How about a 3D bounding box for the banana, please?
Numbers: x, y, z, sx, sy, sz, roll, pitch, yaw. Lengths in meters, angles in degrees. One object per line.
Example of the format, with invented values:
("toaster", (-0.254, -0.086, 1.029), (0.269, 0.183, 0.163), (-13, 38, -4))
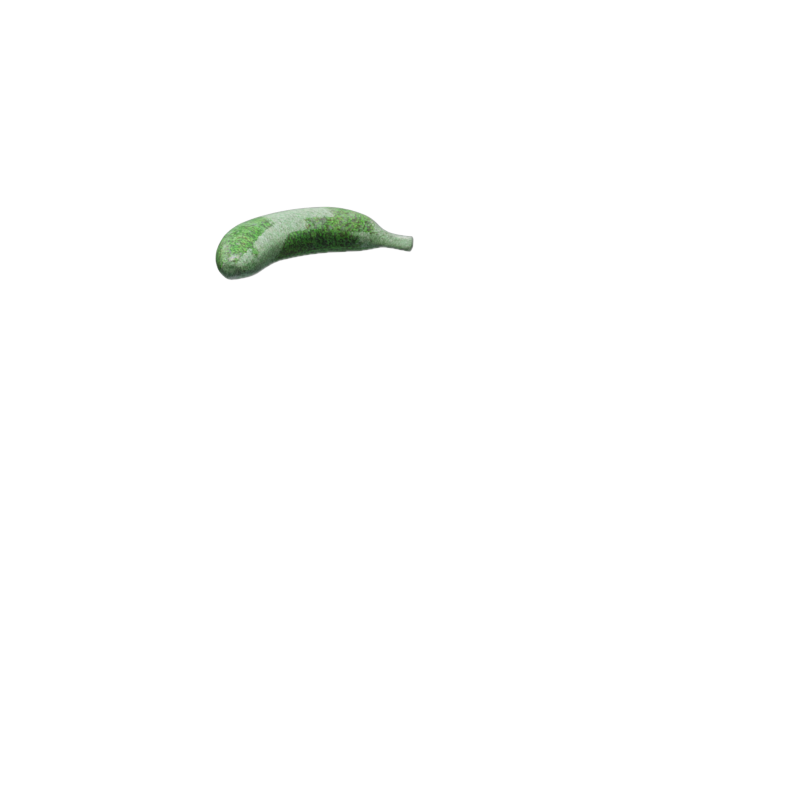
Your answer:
("banana", (-0.074, -0.117, 0.802), (0.073, 0.036, 0.194), (12, 21, 37))
